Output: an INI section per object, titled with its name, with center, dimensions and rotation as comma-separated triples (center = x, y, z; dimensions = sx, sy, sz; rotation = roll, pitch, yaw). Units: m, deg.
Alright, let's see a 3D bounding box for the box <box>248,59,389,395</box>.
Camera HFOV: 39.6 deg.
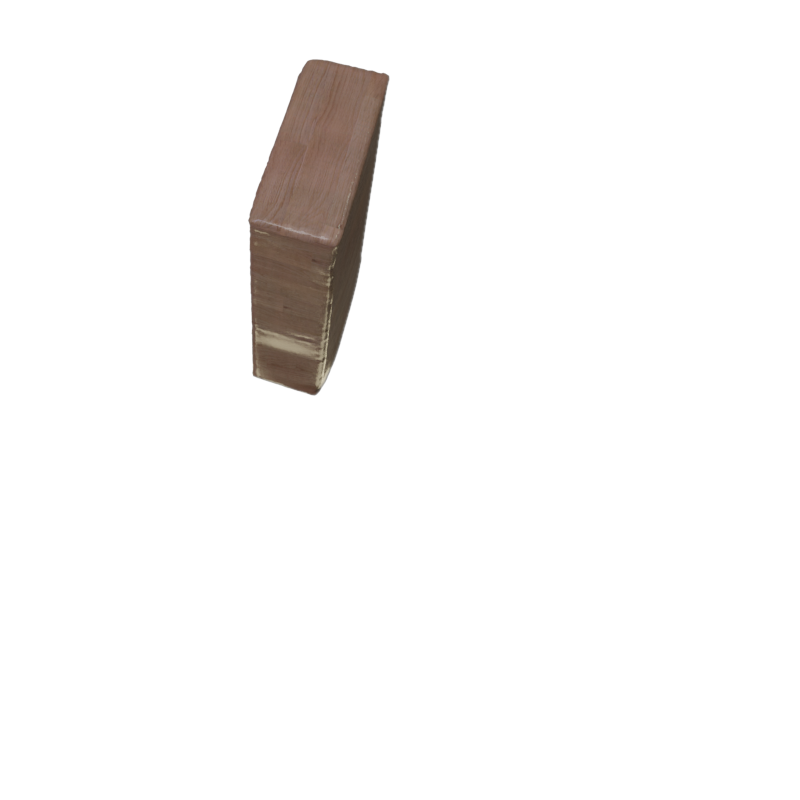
[box]
center = -0.043, -0.078, 0.547
dimensions = 0.048, 0.098, 0.167
rotation = 14, -24, 2
